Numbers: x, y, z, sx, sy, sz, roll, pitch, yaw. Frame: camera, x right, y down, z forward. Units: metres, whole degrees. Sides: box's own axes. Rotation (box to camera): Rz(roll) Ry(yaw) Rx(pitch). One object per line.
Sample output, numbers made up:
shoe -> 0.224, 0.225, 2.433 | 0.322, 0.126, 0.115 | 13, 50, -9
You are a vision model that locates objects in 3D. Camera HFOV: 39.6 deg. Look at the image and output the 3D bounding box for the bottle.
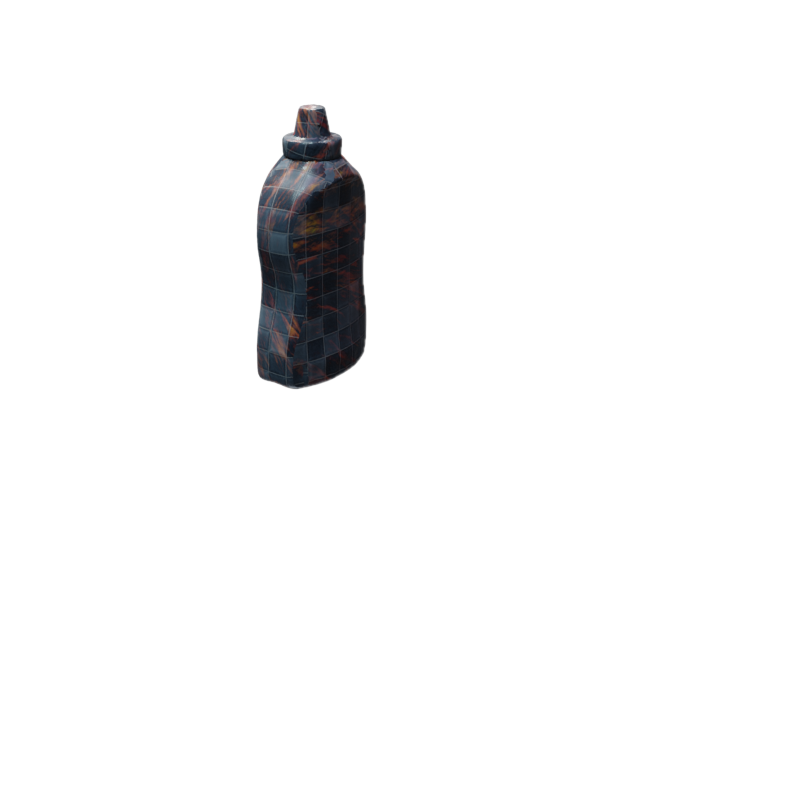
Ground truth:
bottle -> -0.061, -0.111, 0.779 | 0.061, 0.183, 0.095 | 15, 24, 33
